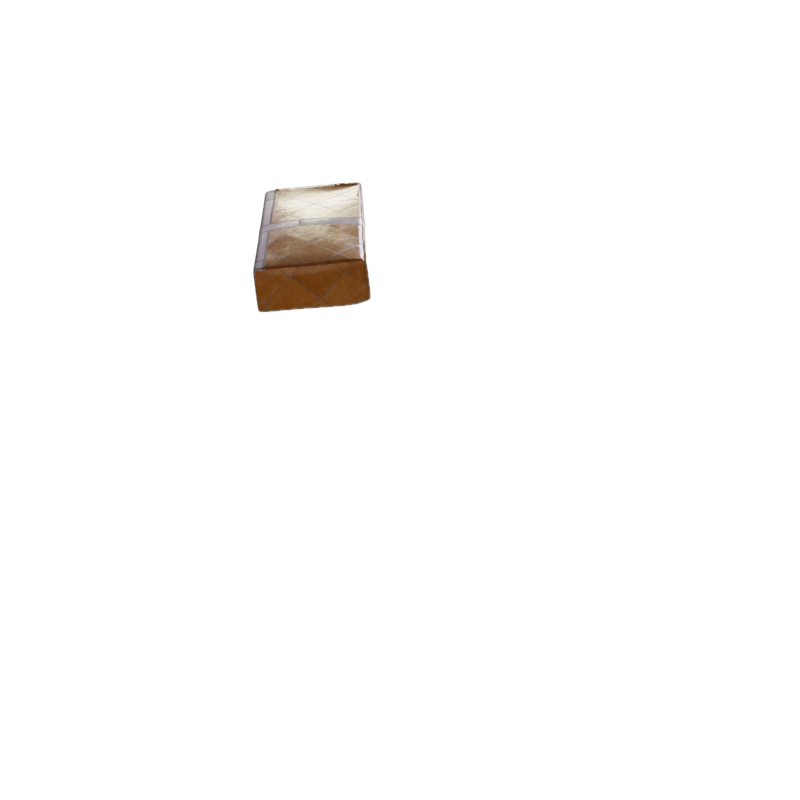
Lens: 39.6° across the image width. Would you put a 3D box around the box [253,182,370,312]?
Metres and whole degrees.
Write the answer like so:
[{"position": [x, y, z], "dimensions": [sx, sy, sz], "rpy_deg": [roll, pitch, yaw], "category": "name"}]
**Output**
[{"position": [-0.076, -0.138, 0.966], "dimensions": [0.093, 0.045, 0.187], "rpy_deg": [-6, 32, 0], "category": "box"}]
